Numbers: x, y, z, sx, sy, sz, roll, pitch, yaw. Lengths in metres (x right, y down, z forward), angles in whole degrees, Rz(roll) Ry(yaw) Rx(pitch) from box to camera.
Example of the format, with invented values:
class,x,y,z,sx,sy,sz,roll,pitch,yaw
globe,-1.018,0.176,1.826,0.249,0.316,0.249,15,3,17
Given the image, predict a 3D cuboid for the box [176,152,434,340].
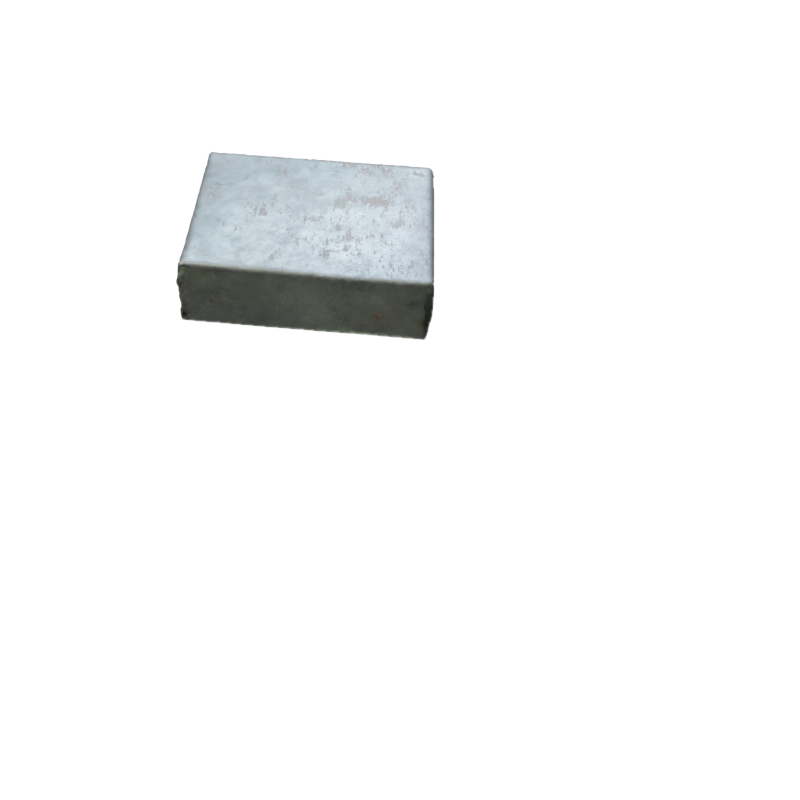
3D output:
class,x,y,z,sx,sy,sz,roll,pitch,yaw
box,-0.040,-0.074,0.515,0.114,0.036,0.096,2,41,2
